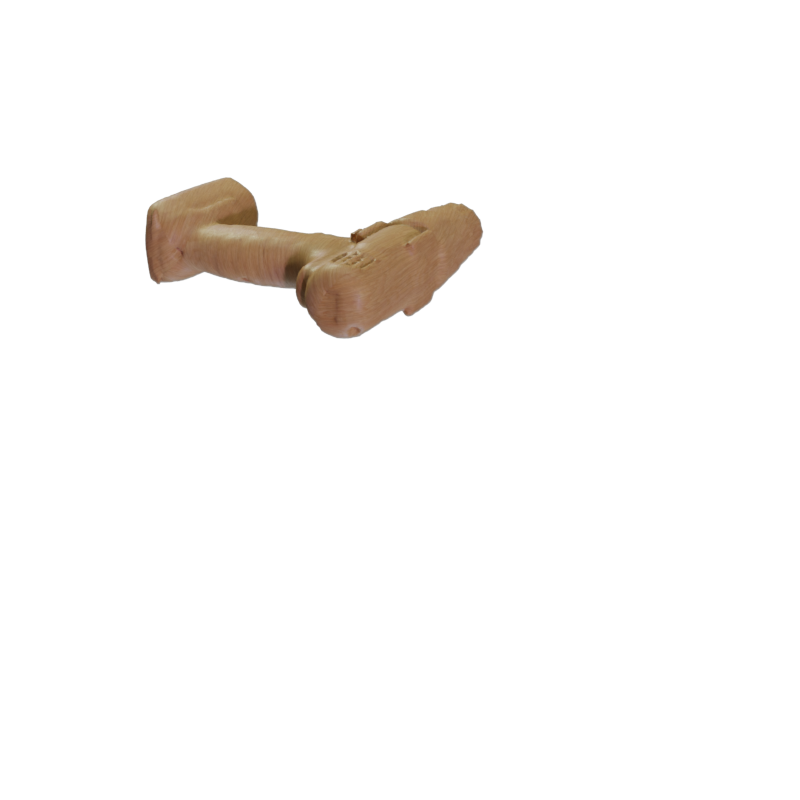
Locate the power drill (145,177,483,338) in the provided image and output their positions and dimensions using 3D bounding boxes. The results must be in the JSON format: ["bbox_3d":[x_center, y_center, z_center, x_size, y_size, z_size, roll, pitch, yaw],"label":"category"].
[{"bbox_3d":[-0.057,-0.104,0.727,0.196,0.055,0.185,12,26,27],"label":"power drill"}]
